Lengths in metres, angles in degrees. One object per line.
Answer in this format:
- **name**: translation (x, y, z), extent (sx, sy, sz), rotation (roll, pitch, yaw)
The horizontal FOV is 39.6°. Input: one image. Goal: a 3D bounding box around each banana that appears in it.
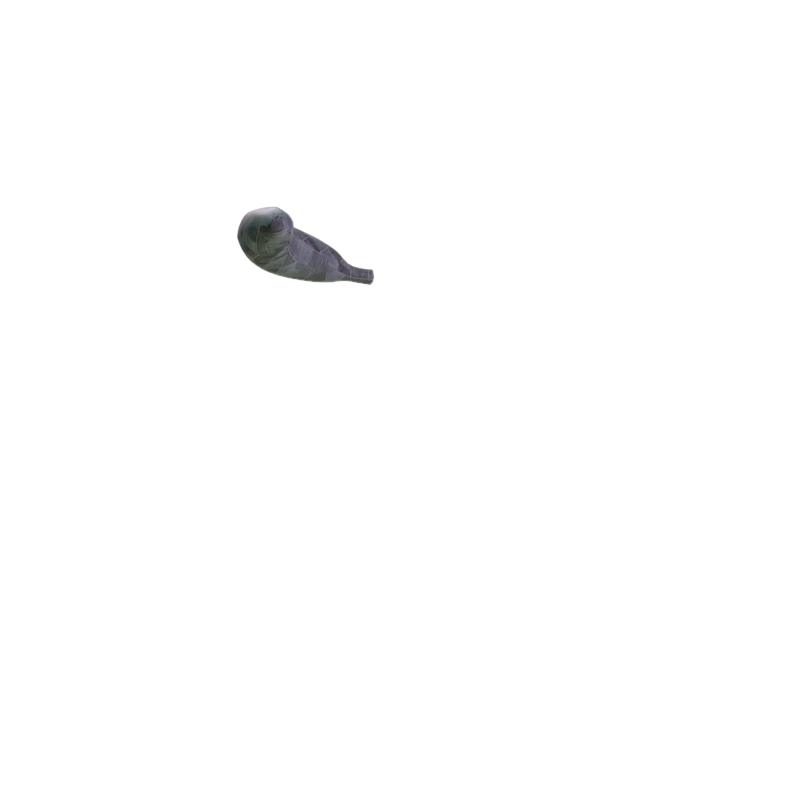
- **banana**: translation (-0.079, -0.112, 0.800), extent (0.071, 0.037, 0.190), rotation (-1, -3, 17)
